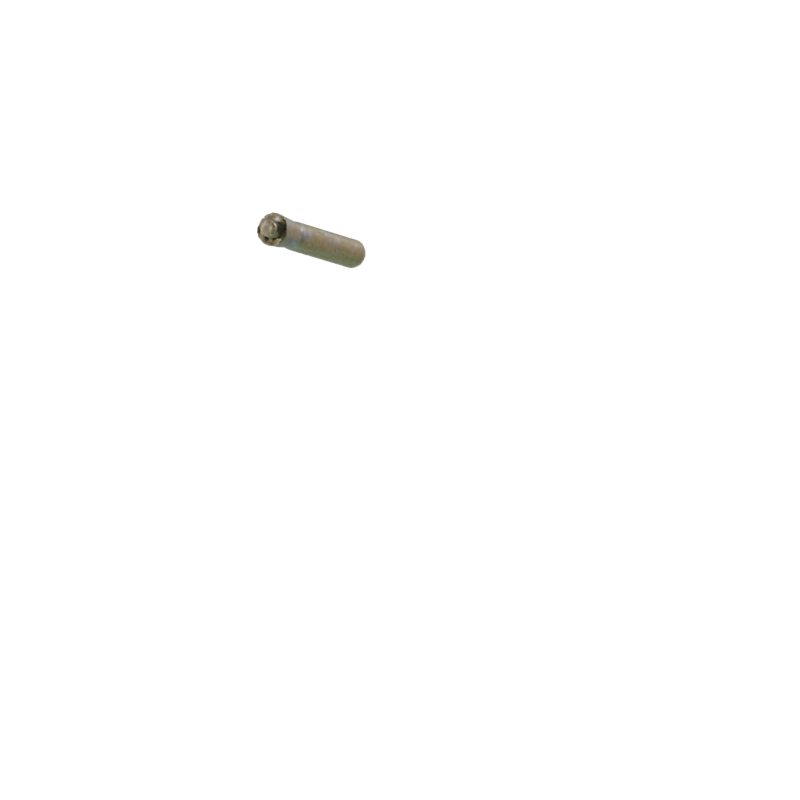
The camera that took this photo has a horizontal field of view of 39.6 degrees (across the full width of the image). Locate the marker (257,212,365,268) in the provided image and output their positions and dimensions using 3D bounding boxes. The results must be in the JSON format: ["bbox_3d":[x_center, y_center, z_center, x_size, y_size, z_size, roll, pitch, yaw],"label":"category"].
[{"bbox_3d":[-0.052,-0.094,0.661,0.020,0.020,0.116,2,1,21],"label":"marker"}]
